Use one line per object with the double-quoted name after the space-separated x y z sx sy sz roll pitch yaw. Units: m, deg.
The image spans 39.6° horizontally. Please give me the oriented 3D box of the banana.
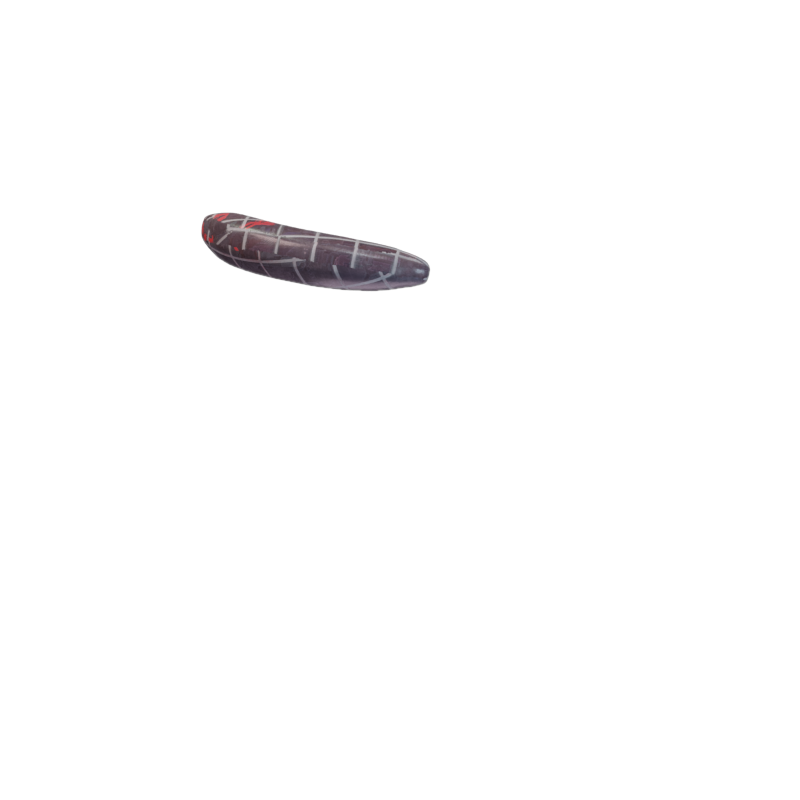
-0.076 -0.108 0.783 0.209 0.035 0.069 19 30 35 "banana"
